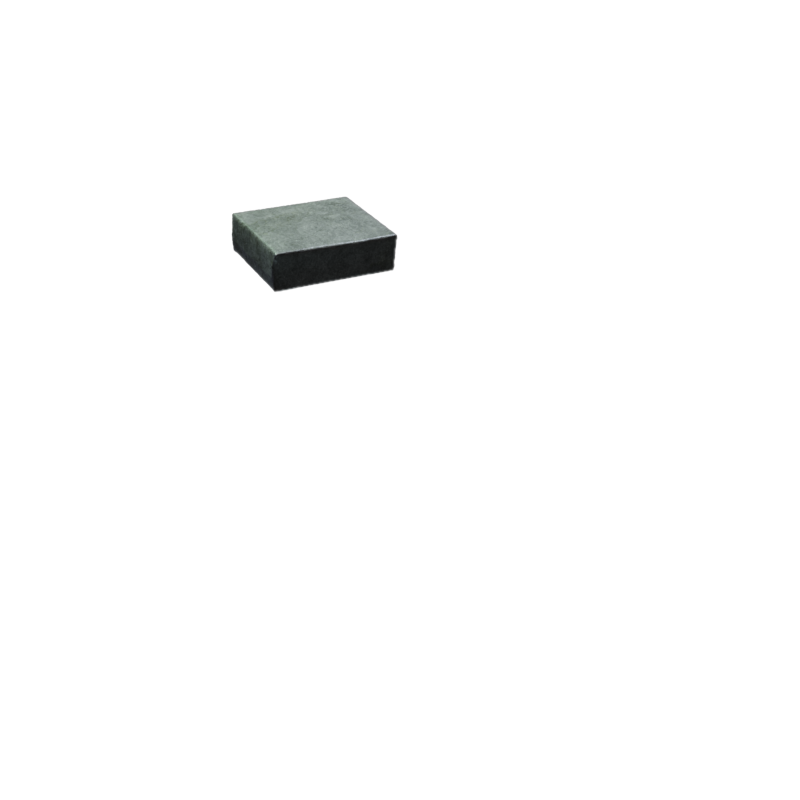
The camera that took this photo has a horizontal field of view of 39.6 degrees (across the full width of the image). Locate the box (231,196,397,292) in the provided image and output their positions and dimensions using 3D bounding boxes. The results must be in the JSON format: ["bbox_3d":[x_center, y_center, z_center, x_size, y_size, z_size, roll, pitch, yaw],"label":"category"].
[{"bbox_3d":[-0.072,-0.132,0.923,0.112,0.037,0.097,-15,33,-24],"label":"box"}]
